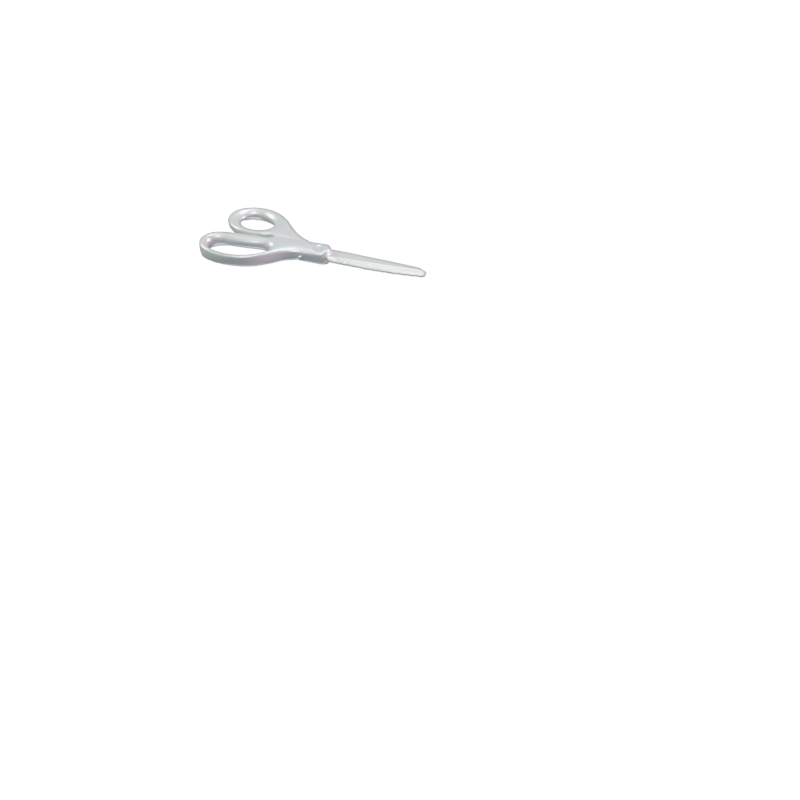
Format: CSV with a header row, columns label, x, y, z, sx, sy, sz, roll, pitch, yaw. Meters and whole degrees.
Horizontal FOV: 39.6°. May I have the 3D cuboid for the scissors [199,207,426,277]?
label,x,y,z,sx,sy,sz,roll,pitch,yaw
scissors,-0.078,-0.142,0.998,0.203,0.015,0.102,2,38,3
